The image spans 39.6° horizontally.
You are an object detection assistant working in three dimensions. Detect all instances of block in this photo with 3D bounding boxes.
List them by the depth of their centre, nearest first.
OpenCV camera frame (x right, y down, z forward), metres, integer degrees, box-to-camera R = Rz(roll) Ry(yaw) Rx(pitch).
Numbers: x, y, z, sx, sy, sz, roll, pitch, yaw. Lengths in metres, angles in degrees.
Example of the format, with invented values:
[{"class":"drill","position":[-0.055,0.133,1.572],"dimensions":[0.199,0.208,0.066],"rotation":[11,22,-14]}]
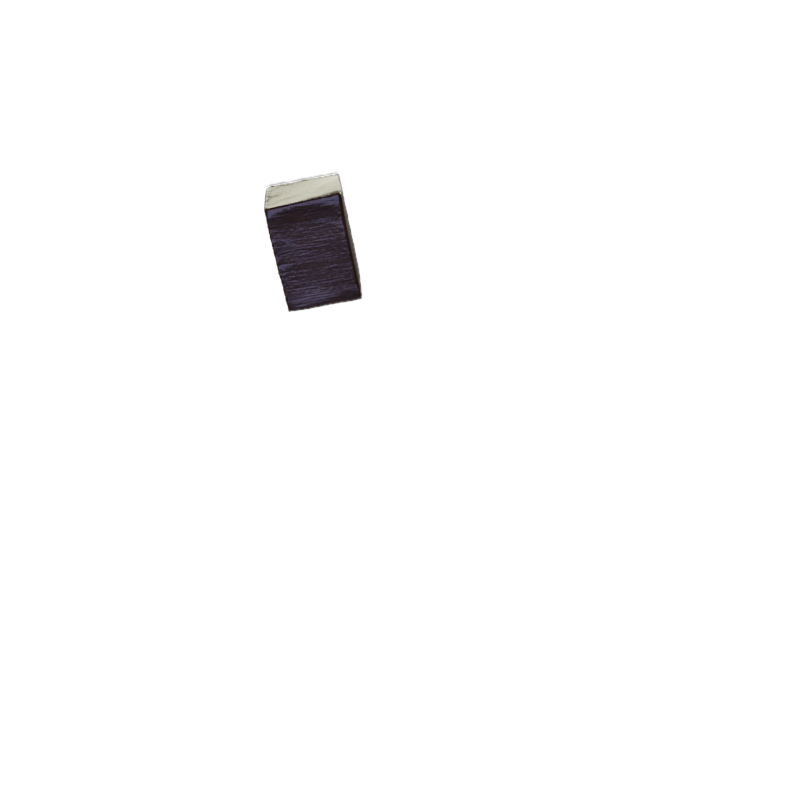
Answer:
[{"class":"block","position":[-0.059,-0.107,0.752],"dimensions":[0.053,0.074,0.054],"rotation":[-10,23,2]}]
